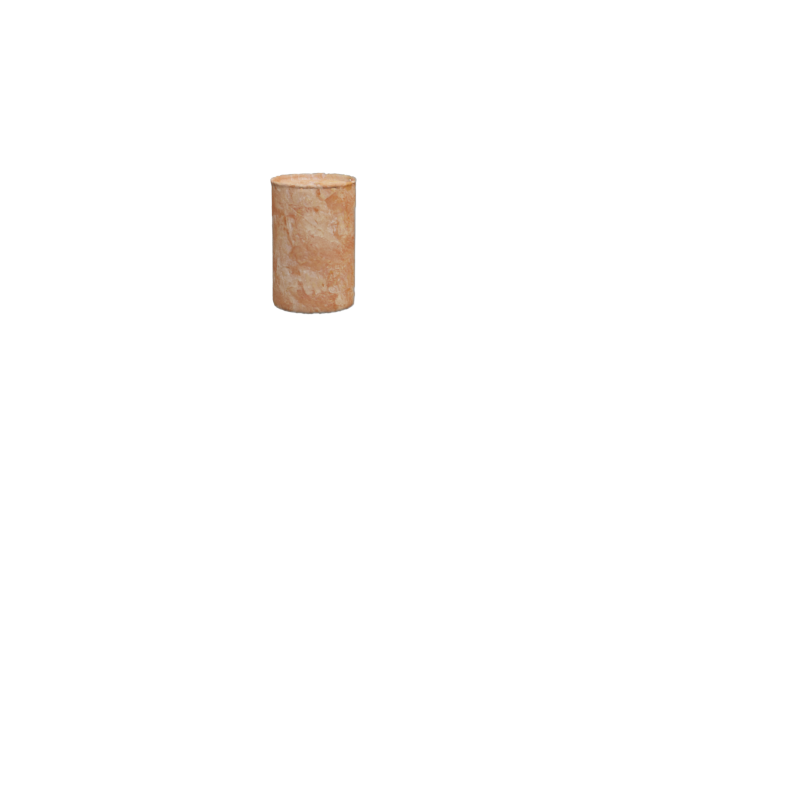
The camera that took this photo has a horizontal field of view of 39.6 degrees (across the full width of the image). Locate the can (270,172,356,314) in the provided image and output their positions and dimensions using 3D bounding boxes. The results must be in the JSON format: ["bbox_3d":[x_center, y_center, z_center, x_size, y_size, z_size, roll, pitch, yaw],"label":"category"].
[{"bbox_3d":[-0.069,-0.126,0.881,0.068,0.099,0.071,0,14,-2],"label":"can"}]
